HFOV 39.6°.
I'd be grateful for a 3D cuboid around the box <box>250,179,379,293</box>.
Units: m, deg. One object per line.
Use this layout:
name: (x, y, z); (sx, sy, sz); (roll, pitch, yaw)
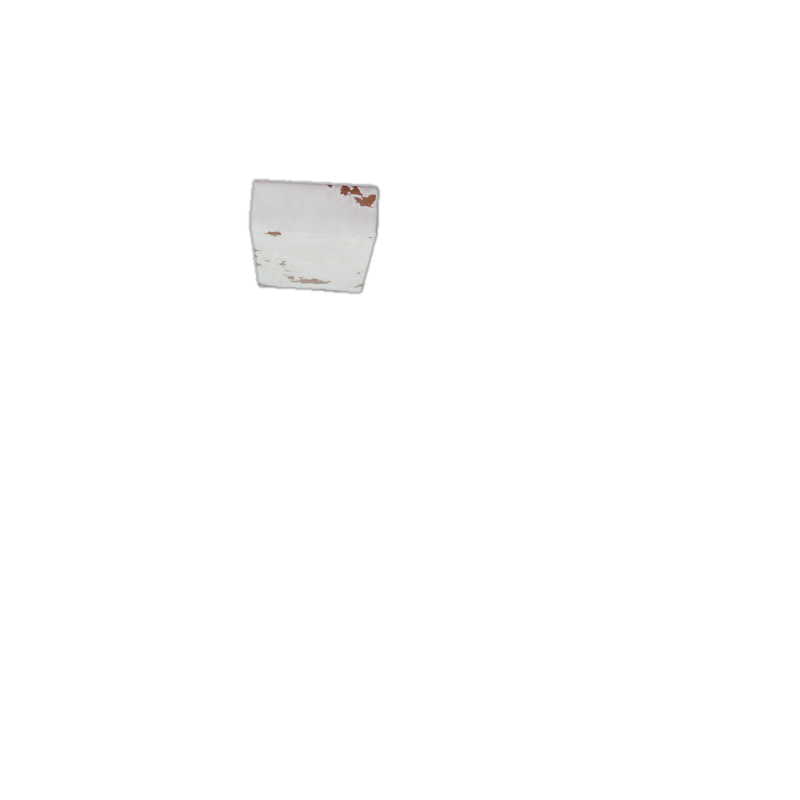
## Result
box: (-0.068, -0.124, 0.872); (0.093, 0.049, 0.173); (3, -6, -3)
